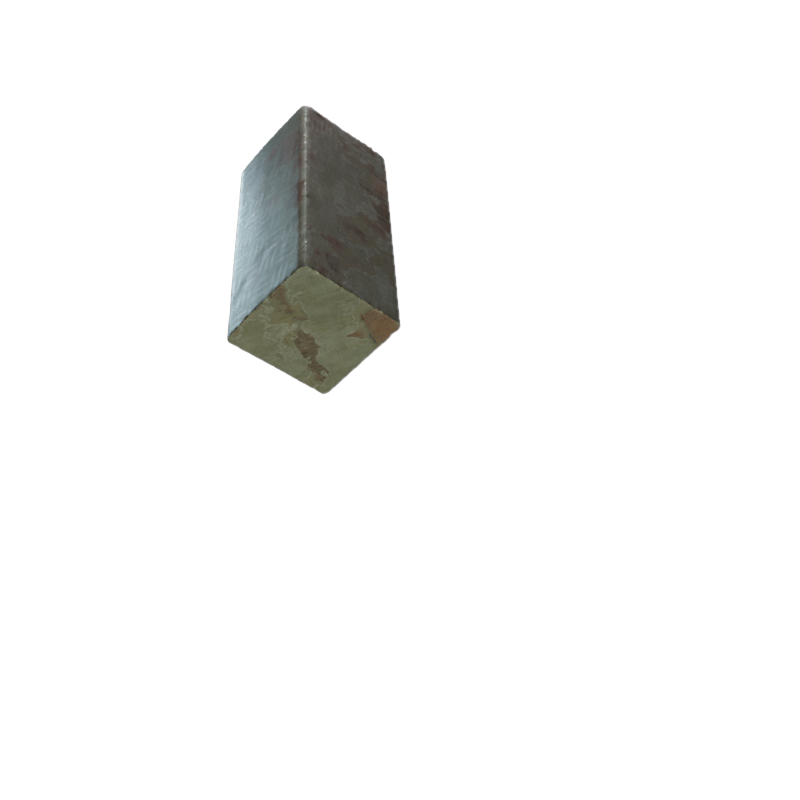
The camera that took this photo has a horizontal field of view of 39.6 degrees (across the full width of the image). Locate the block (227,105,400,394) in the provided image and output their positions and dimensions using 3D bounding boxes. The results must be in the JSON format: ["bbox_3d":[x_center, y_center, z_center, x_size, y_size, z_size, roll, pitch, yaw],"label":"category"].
[{"bbox_3d":[-0.066,-0.122,0.848,0.086,0.221,0.089,30,-56,-27],"label":"block"}]
